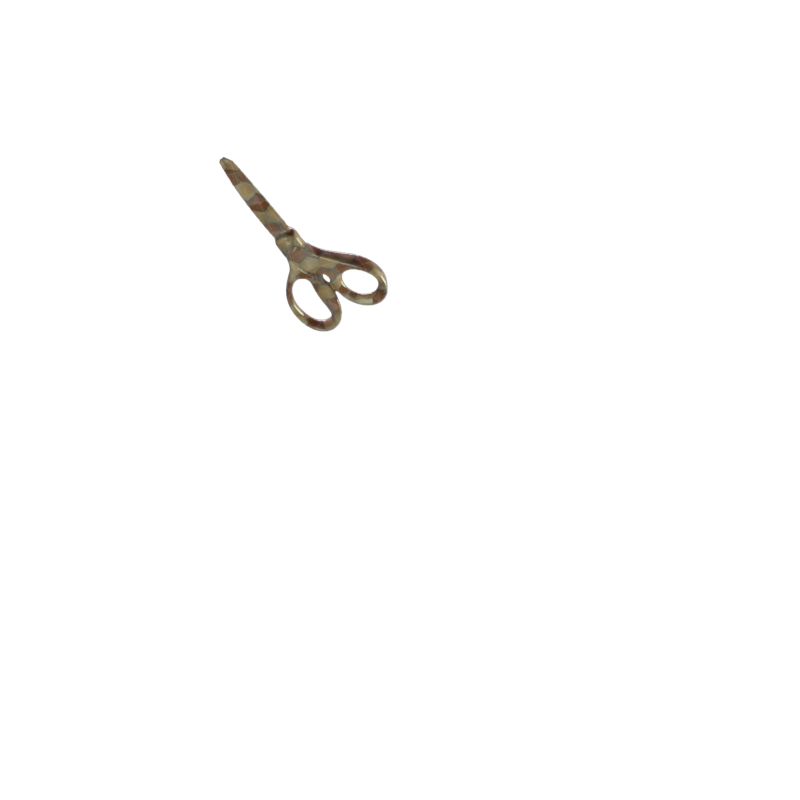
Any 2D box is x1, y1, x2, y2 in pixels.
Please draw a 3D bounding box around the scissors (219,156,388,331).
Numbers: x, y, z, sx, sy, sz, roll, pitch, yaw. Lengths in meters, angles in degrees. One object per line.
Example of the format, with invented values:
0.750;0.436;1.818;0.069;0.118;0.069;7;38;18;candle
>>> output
-0.070;-0.128;0.900;0.097;0.017;0.186;-9;-44;9;scissors
